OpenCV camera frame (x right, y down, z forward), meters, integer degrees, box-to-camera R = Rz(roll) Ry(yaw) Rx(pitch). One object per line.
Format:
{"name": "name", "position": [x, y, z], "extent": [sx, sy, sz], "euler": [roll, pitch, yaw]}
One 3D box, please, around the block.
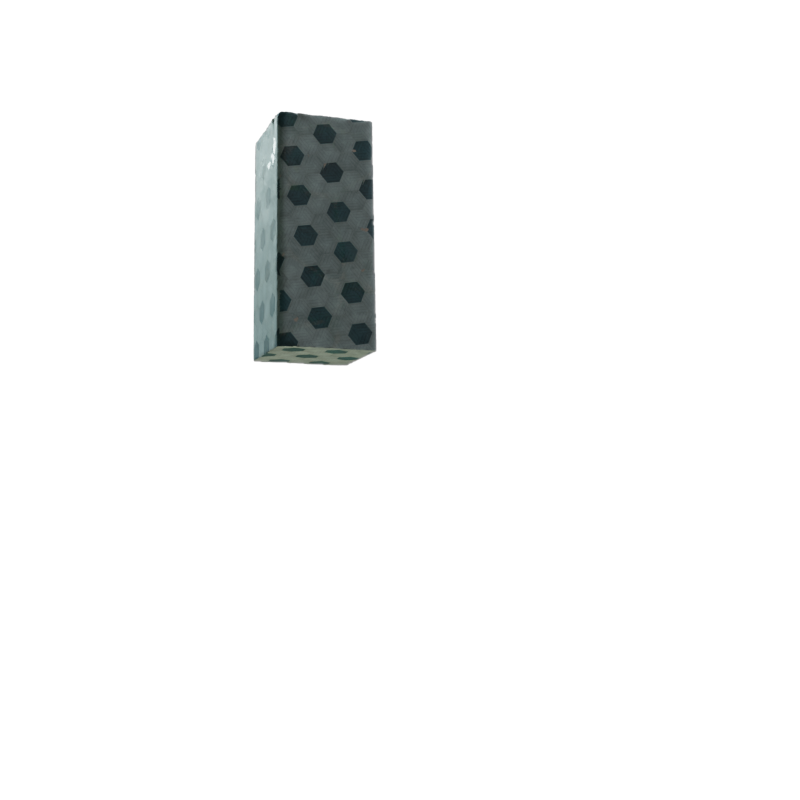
{"name": "block", "position": [-0.078, -0.141, 0.987], "extent": [0.088, 0.213, 0.090], "euler": [4, -14, -18]}
